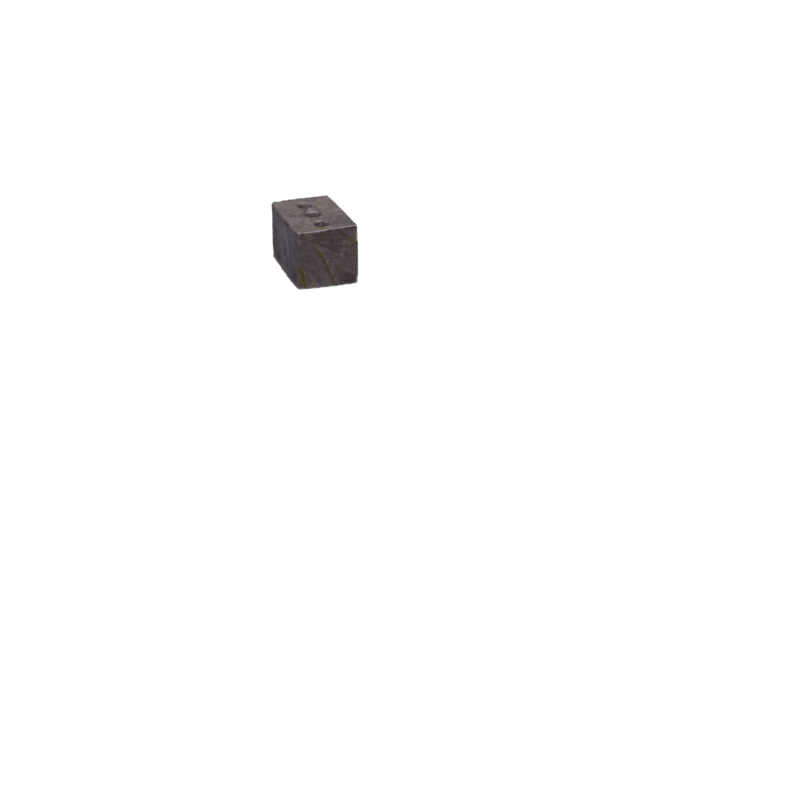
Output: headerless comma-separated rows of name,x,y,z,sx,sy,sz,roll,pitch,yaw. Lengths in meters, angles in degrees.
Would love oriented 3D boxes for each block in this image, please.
block,-0.072,-0.132,0.924,0.052,0.049,0.084,-9,29,-19
